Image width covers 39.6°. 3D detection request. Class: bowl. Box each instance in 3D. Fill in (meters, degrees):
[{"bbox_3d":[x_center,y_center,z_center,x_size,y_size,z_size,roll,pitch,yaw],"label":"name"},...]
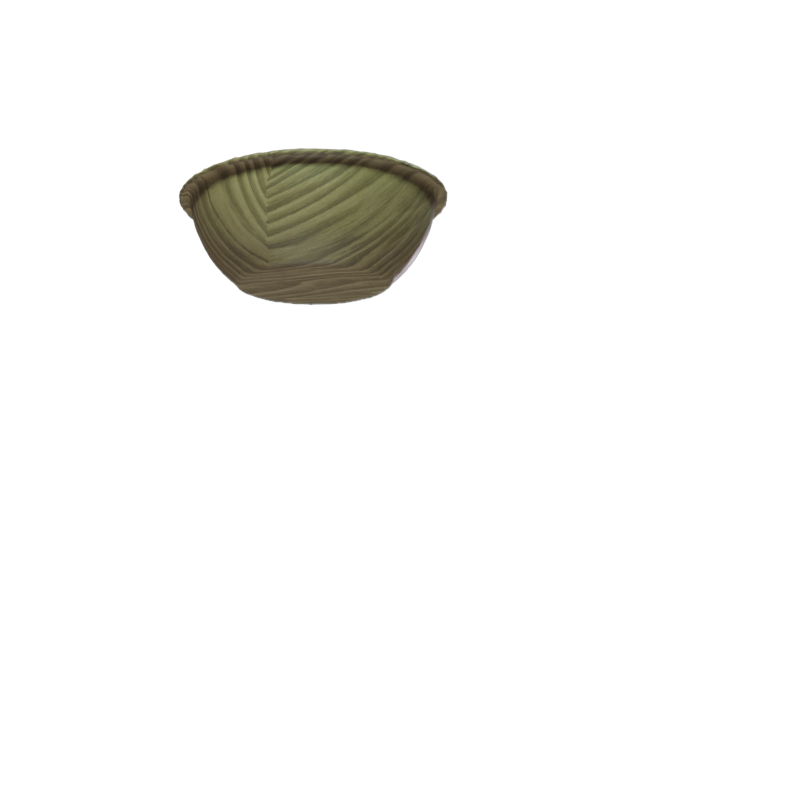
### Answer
[{"bbox_3d":[-0.052,-0.094,0.662,0.162,0.057,0.157,0,-11,-2],"label":"bowl"}]
